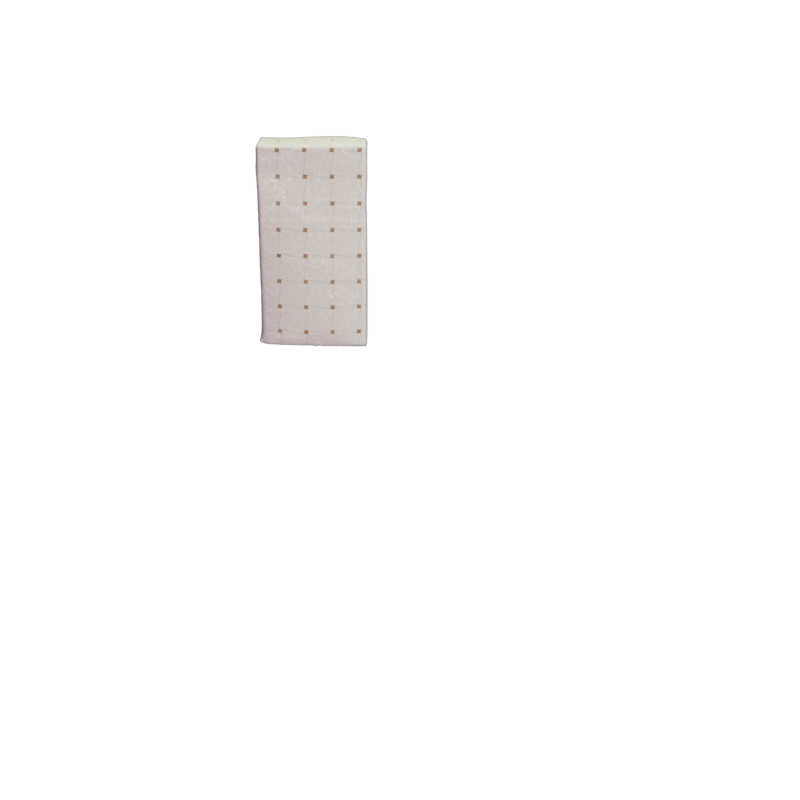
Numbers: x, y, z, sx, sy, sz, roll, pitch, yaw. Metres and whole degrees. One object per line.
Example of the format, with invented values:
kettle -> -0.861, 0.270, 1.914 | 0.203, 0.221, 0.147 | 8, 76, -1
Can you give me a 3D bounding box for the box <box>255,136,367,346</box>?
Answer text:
box -> -0.073, -0.134, 0.940 | 0.094, 0.170, 0.050 | 1, 15, 2
